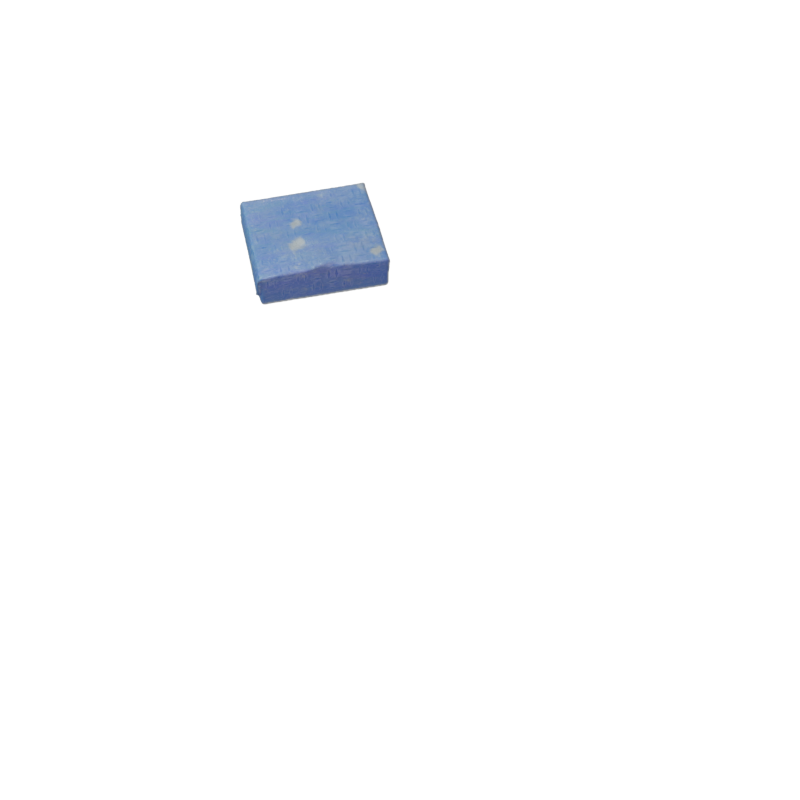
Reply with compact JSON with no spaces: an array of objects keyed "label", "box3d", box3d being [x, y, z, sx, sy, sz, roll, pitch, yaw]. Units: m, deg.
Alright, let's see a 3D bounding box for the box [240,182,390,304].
[{"label":"box","box3d":[-0.058,-0.106,0.745,0.088,0.079,0.028,-10,-38,-8]}]
